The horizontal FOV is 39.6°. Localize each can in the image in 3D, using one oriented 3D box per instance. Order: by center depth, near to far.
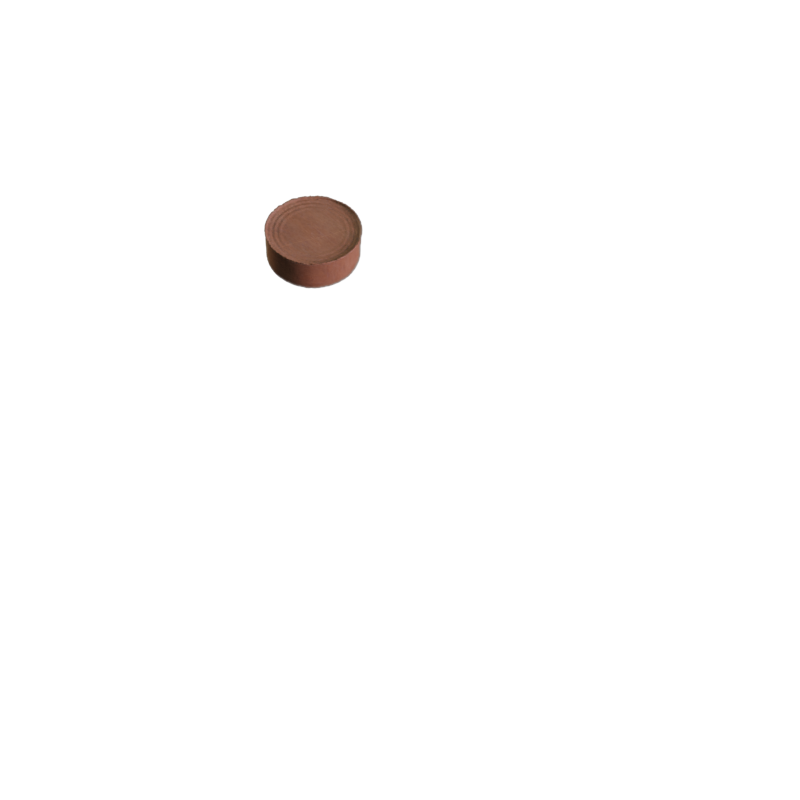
[{"bbox_3d":[-0.077,-0.140,0.980,0.086,0.092,0.031,-1,-41,-1],"label":"can"}]
